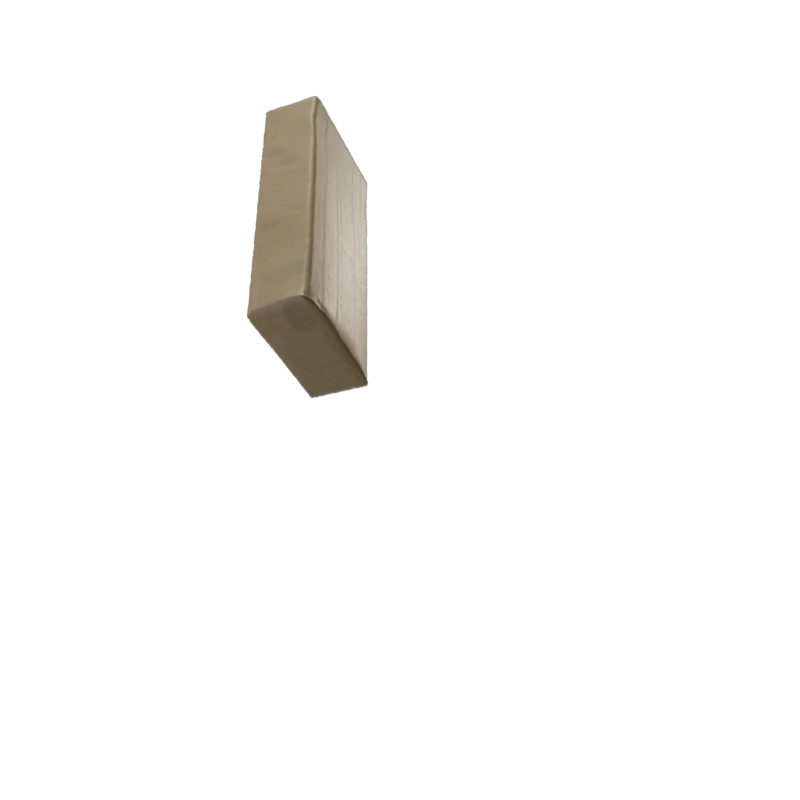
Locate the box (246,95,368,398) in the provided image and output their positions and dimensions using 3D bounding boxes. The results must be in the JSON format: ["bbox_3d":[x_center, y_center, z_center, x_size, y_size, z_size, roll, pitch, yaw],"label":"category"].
[{"bbox_3d":[-0.056,-0.101,0.710,0.048,0.189,0.086,-17,-42,15],"label":"box"}]
